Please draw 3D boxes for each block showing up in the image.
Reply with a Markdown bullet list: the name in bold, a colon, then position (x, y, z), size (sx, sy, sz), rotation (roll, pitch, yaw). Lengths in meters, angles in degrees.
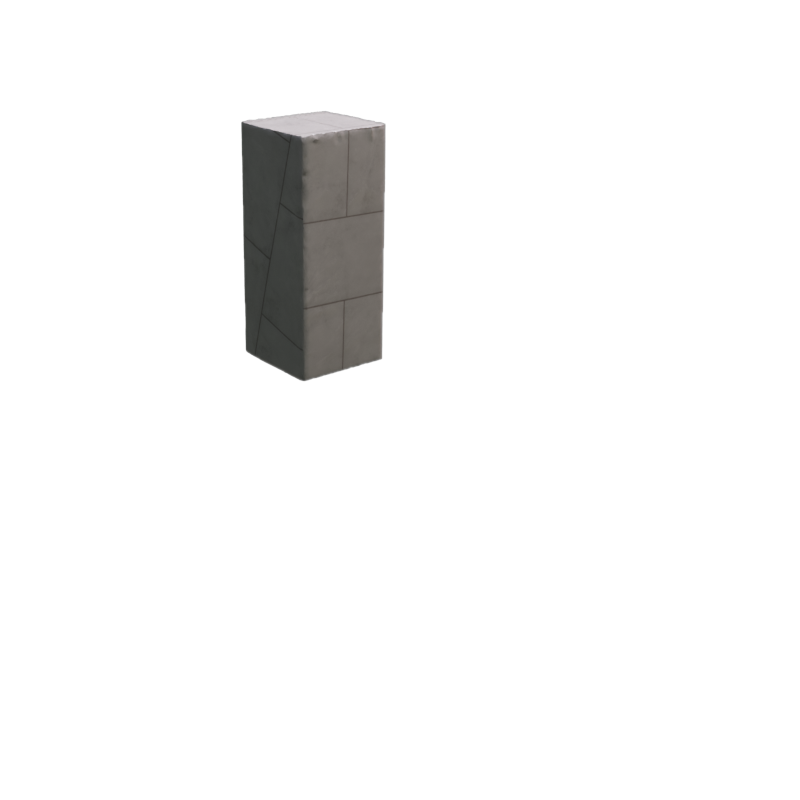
- **block**: position (-0.074, -0.134, 0.943), size (0.089, 0.198, 0.096), rotation (-12, 22, -37)
